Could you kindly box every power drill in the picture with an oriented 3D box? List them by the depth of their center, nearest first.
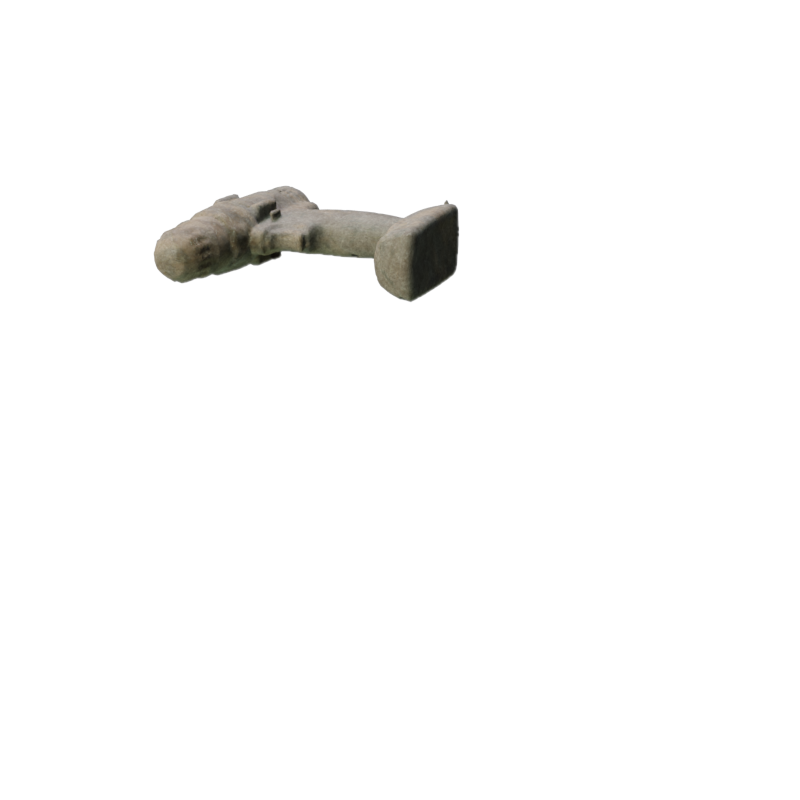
[{"bbox_3d":[-0.064,-0.117,0.816,0.195,0.055,0.186,11,25,24],"label":"power drill"}]
